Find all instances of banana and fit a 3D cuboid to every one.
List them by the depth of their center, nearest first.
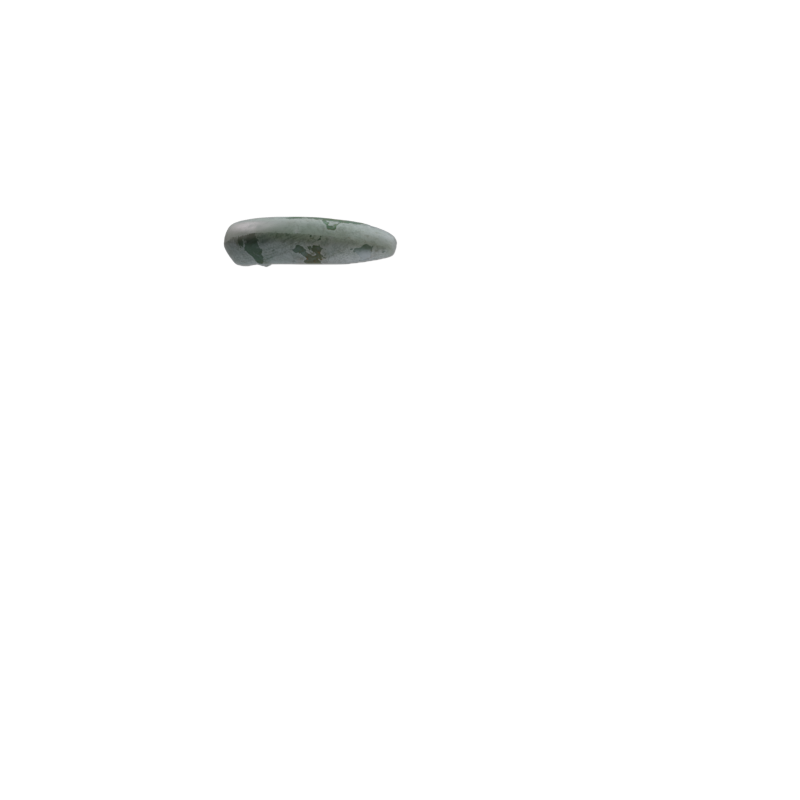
[{"bbox_3d":[-0.084,-0.120,0.839,0.067,0.037,0.205,-3,7,-33],"label":"banana"}]
